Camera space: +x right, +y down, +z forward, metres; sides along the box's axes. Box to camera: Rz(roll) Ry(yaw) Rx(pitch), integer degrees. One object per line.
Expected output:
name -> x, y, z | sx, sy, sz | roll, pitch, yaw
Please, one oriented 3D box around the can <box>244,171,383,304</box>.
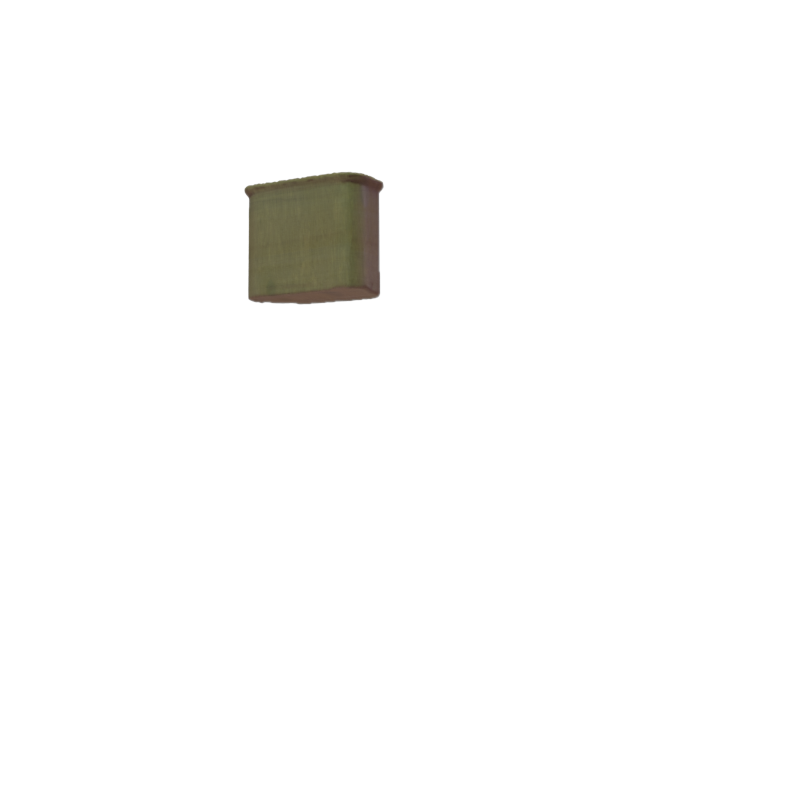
can -> -0.063, -0.115, 0.808 | 0.105, 0.086, 0.055 | -4, -9, 28
